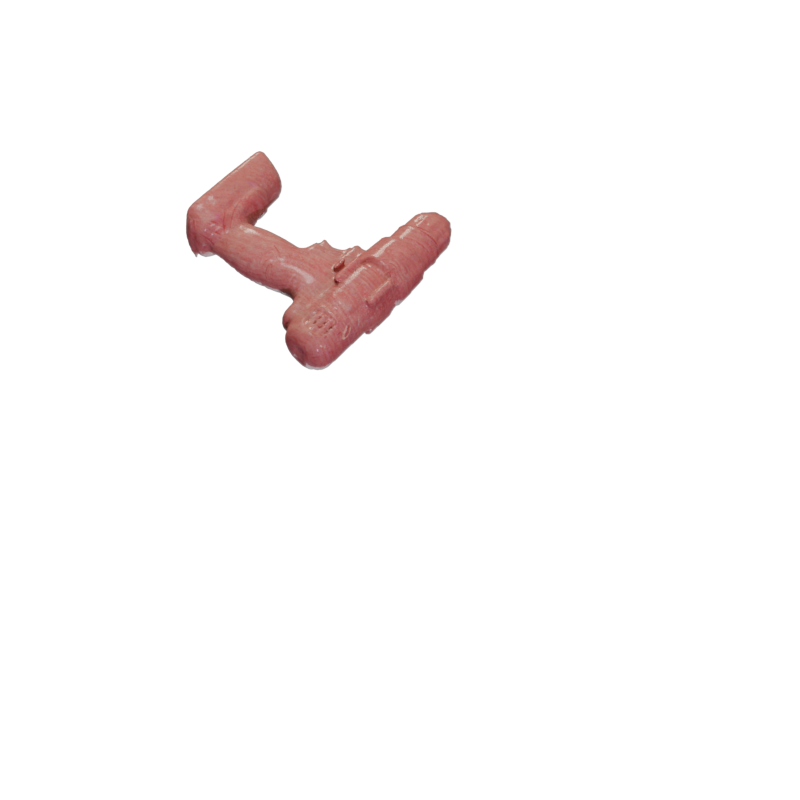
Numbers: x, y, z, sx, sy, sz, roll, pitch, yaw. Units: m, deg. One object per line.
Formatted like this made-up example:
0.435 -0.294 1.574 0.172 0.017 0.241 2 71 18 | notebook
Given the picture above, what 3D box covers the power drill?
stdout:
-0.074 -0.134 0.942 0.198 0.187 0.053 34 -30 23 | power drill
